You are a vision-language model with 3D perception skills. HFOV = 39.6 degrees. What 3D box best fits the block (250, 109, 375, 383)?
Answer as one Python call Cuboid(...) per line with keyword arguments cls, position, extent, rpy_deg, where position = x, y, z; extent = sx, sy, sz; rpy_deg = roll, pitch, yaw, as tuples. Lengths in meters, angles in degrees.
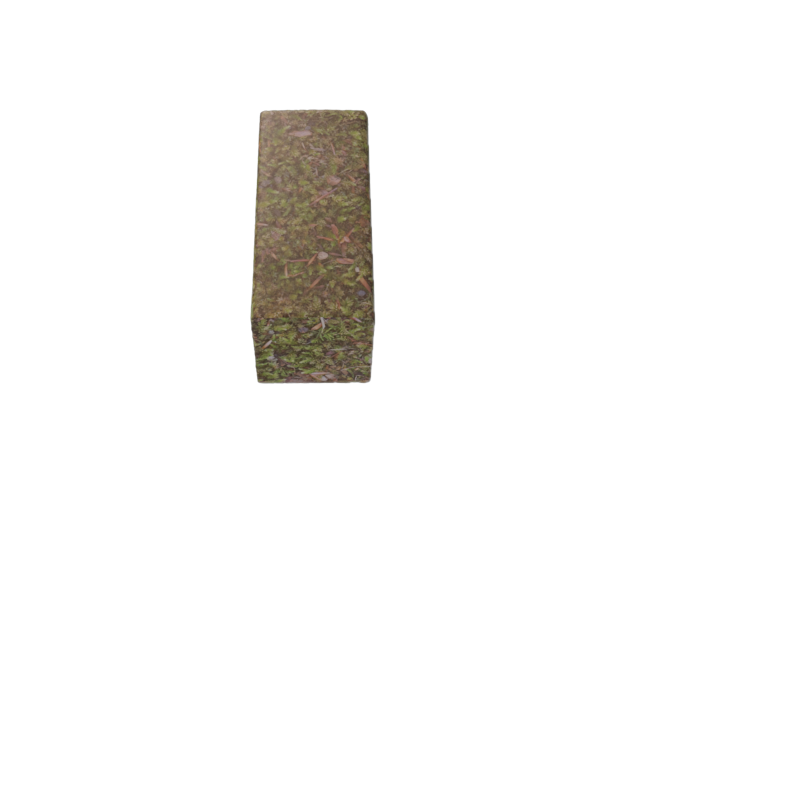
Cuboid(cls="block", position=(-0.068, -0.125, 0.878), extent=(0.090, 0.221, 0.085), rpy_deg=(-1, -35, -3))
